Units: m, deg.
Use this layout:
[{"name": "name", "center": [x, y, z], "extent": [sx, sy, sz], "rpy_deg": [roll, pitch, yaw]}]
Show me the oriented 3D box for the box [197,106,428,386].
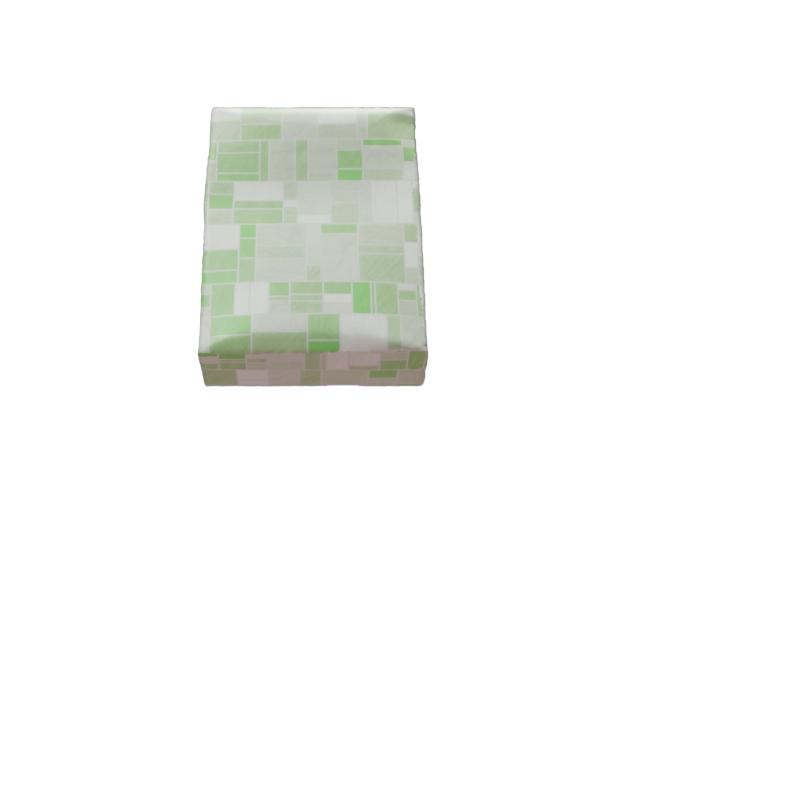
[{"name": "box", "center": [-0.066, -0.120, 0.840], "extent": [0.164, 0.227, 0.068], "rpy_deg": [-1, -26, -1]}]
